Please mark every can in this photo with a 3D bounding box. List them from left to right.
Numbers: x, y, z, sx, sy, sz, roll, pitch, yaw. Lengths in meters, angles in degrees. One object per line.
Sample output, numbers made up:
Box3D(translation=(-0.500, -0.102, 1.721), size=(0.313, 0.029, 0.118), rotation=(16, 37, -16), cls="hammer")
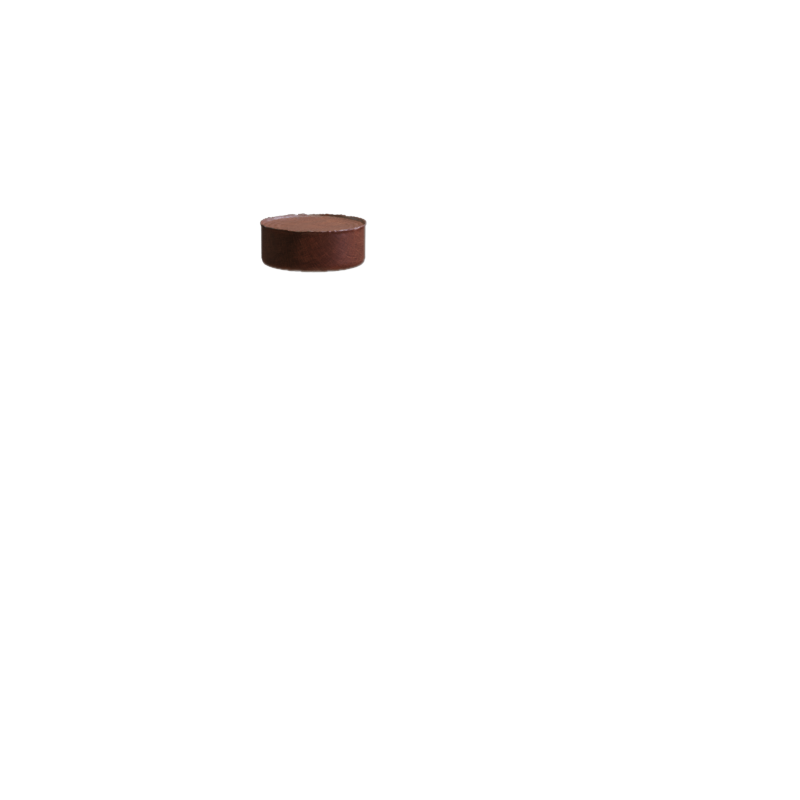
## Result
Box3D(translation=(-0.070, -0.128, 0.893), size=(0.086, 0.032, 0.089), rotation=(-1, 17, -2), cls="can")
